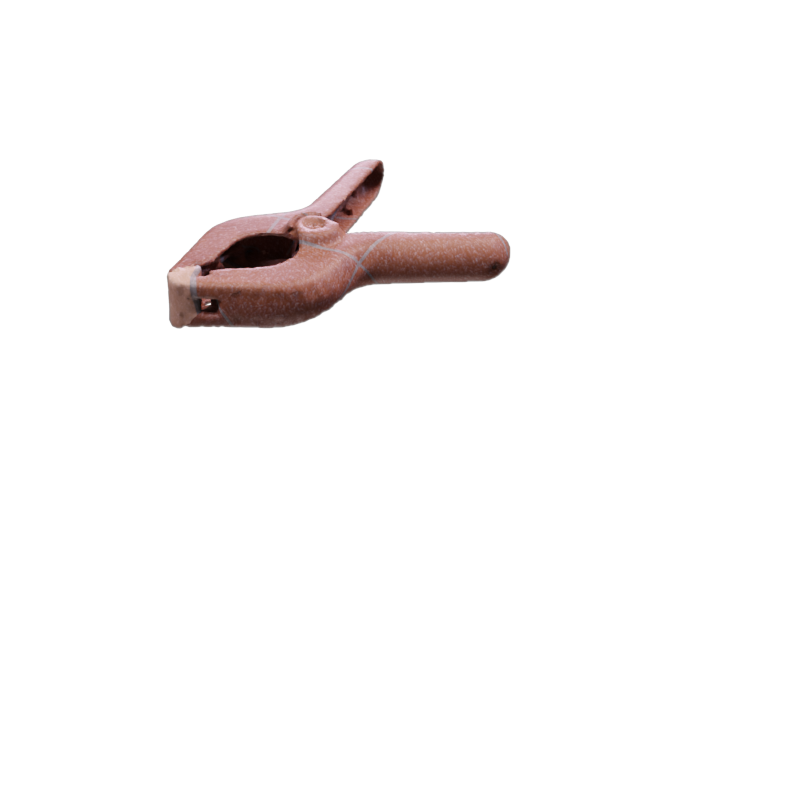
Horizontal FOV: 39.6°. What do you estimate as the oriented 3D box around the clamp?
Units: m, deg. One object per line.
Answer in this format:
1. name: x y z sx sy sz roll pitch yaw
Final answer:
1. clamp: -0.044 -0.081 0.568 0.168 0.037 0.129 -14 33 -23
